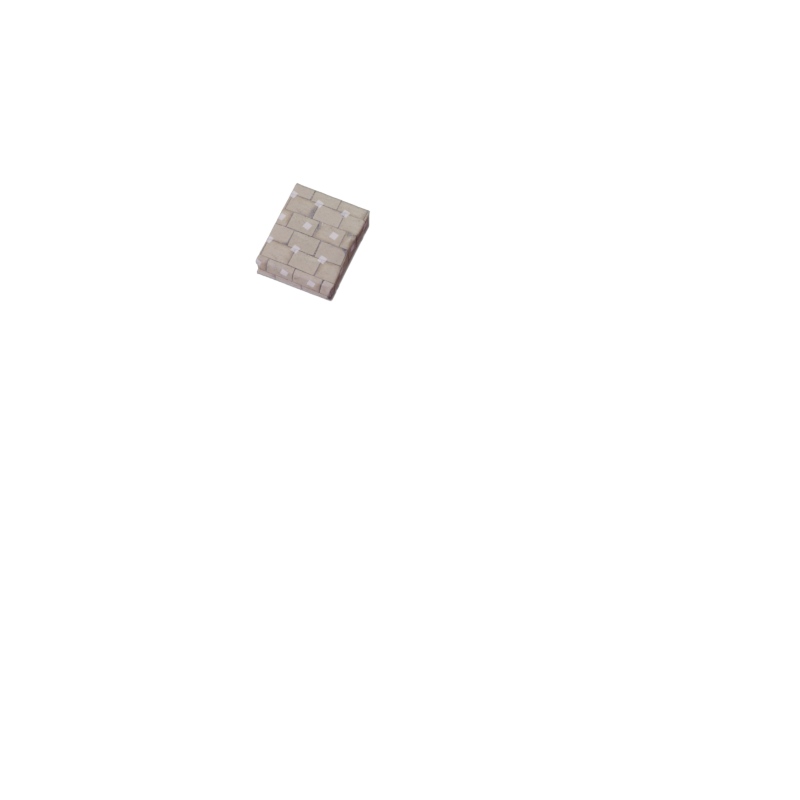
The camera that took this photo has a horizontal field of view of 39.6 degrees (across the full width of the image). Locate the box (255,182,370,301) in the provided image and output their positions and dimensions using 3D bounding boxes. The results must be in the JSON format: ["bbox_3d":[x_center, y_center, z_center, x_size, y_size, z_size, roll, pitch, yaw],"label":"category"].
[{"bbox_3d":[-0.077,-0.140,0.979,0.075,0.093,0.028,21,-26,10],"label":"box"}]
